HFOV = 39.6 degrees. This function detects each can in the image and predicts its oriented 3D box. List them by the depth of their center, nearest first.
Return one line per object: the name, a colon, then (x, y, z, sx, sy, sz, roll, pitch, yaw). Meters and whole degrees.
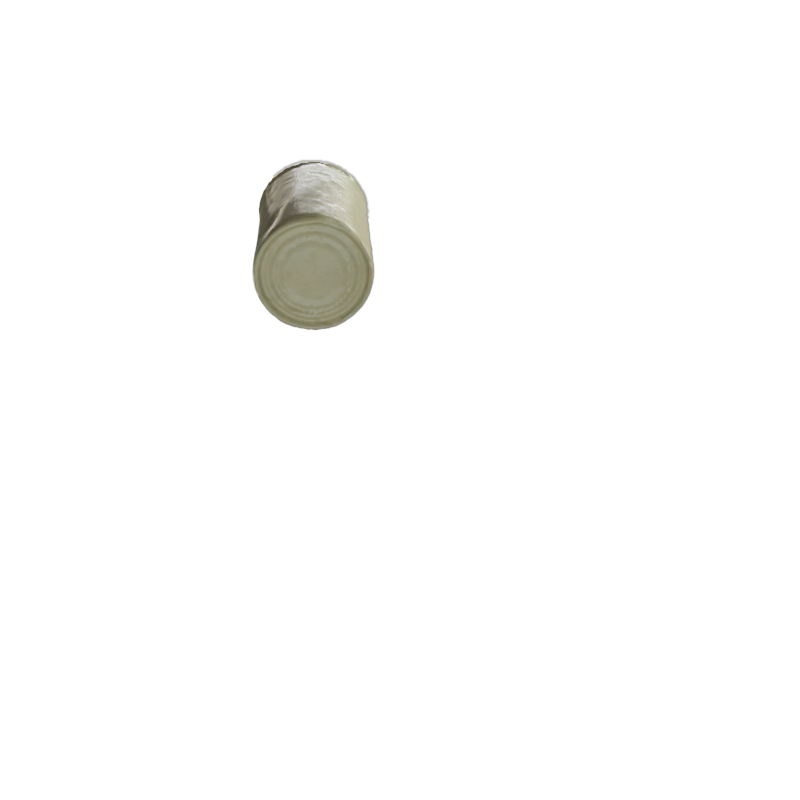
can: (-0.050, -0.092, 0.642, 0.068, 0.065, 0.108, 0, 26, -3)
